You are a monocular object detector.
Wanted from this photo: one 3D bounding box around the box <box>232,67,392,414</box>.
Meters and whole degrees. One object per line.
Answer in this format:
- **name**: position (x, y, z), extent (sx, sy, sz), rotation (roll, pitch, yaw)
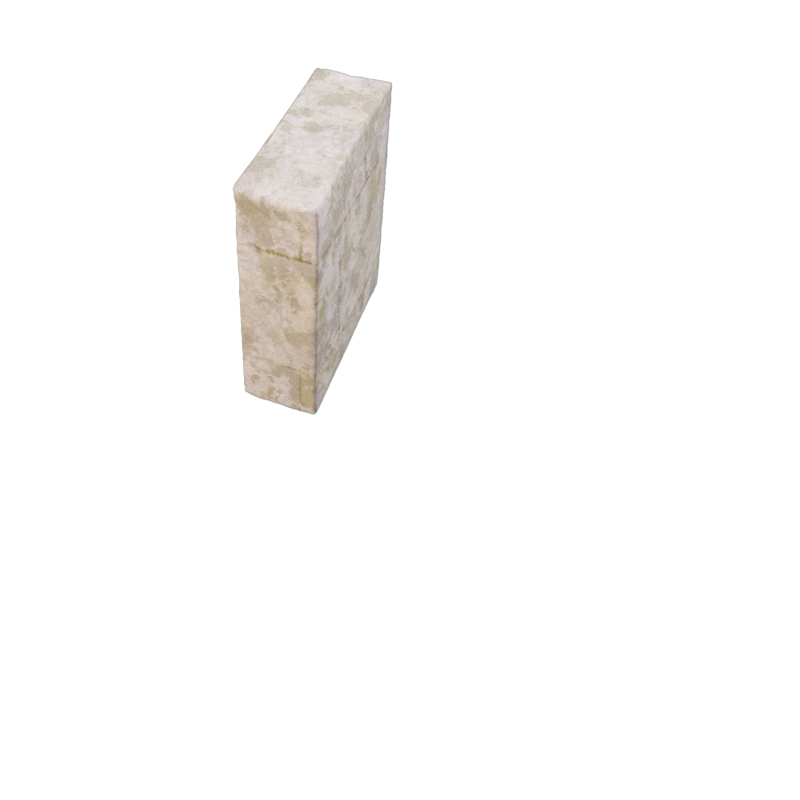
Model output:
- **box**: position (-0.067, -0.123, 0.860), extent (0.073, 0.199, 0.172), rotation (14, 47, 10)
